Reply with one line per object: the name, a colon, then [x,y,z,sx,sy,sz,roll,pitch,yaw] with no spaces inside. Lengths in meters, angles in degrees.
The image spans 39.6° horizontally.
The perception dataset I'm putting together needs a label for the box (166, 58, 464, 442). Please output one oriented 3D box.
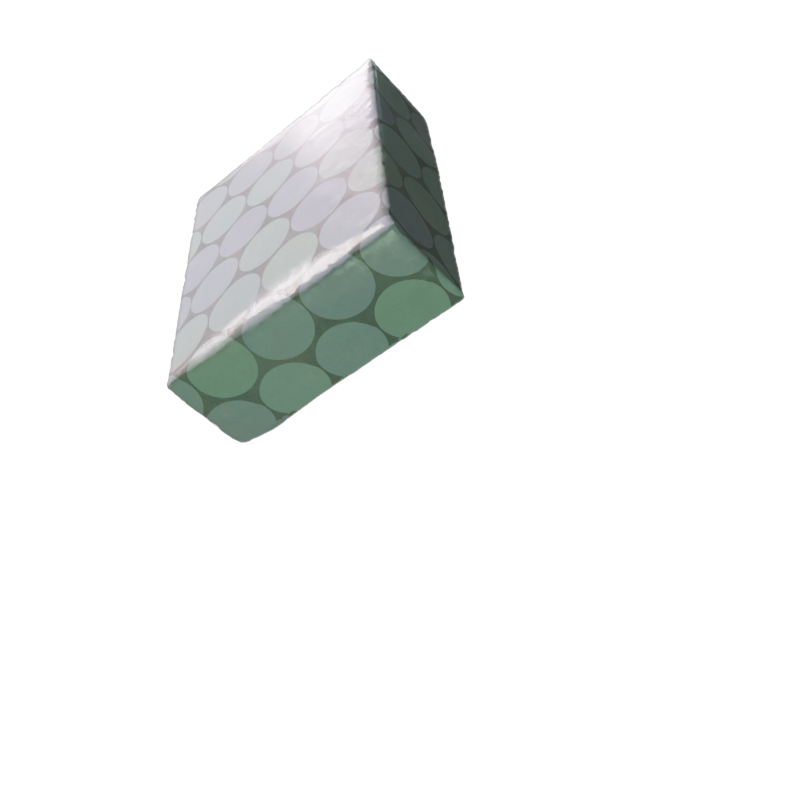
box: [-0.054,-0.098,0.686,0.163,0.229,0.067,-34,-58,20]
